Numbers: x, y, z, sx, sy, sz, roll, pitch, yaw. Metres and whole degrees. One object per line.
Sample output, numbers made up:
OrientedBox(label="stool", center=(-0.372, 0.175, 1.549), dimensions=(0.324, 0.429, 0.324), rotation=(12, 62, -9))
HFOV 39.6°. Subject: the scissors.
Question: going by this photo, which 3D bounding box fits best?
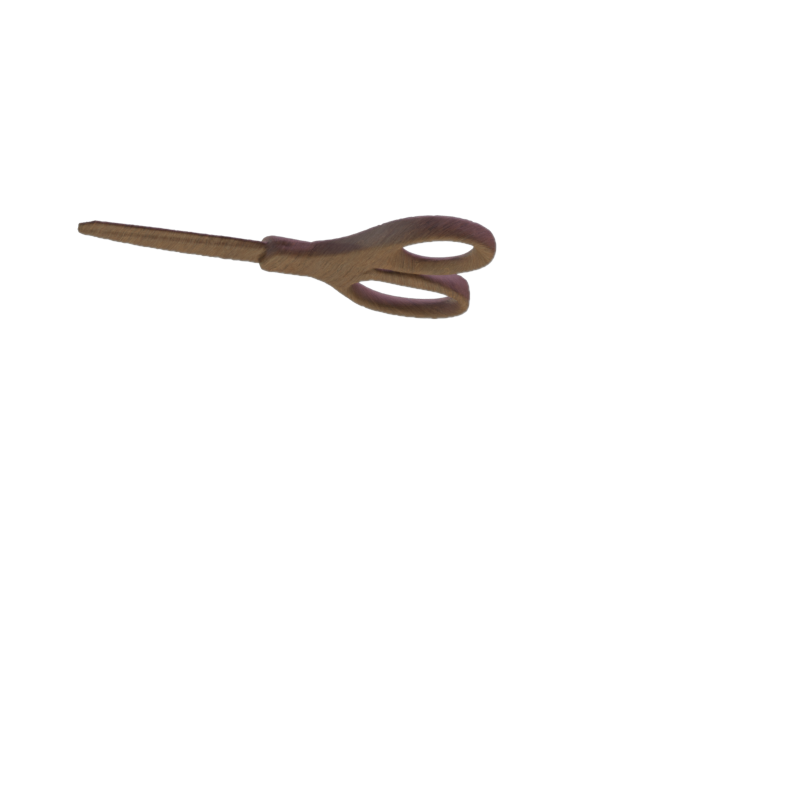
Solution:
OrientedBox(label="scissors", center=(-0.041, -0.075, 0.527), dimensions=(0.192, 0.017, 0.095), rotation=(14, -27, -29))
